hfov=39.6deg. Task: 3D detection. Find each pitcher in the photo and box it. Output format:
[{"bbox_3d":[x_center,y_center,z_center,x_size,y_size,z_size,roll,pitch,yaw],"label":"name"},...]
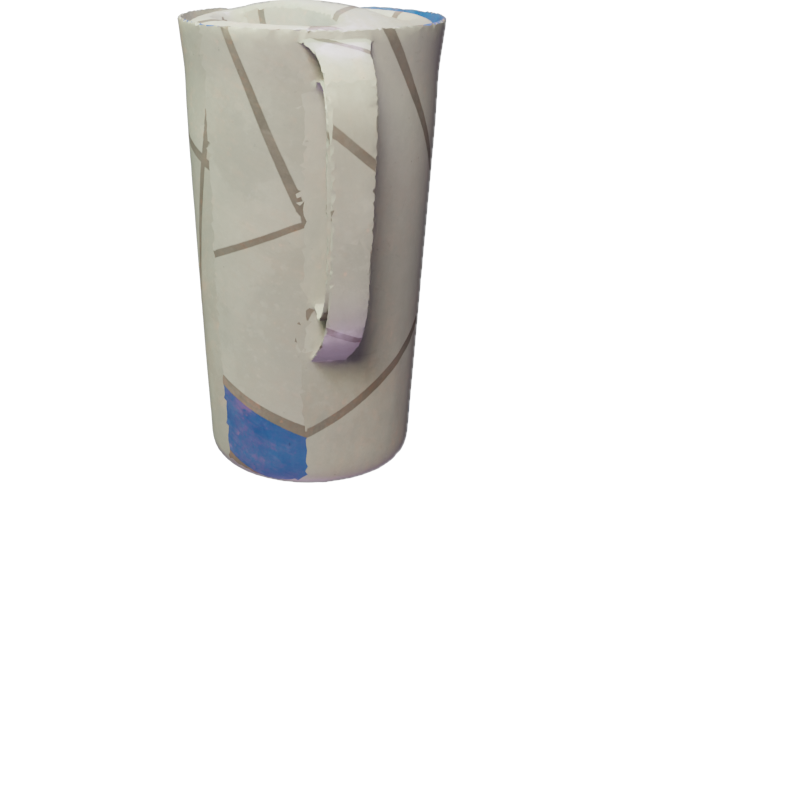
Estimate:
[{"bbox_3d":[-0.045,-0.082,0.574,0.152,0.233,0.148,12,22,29],"label":"pitcher"}]
